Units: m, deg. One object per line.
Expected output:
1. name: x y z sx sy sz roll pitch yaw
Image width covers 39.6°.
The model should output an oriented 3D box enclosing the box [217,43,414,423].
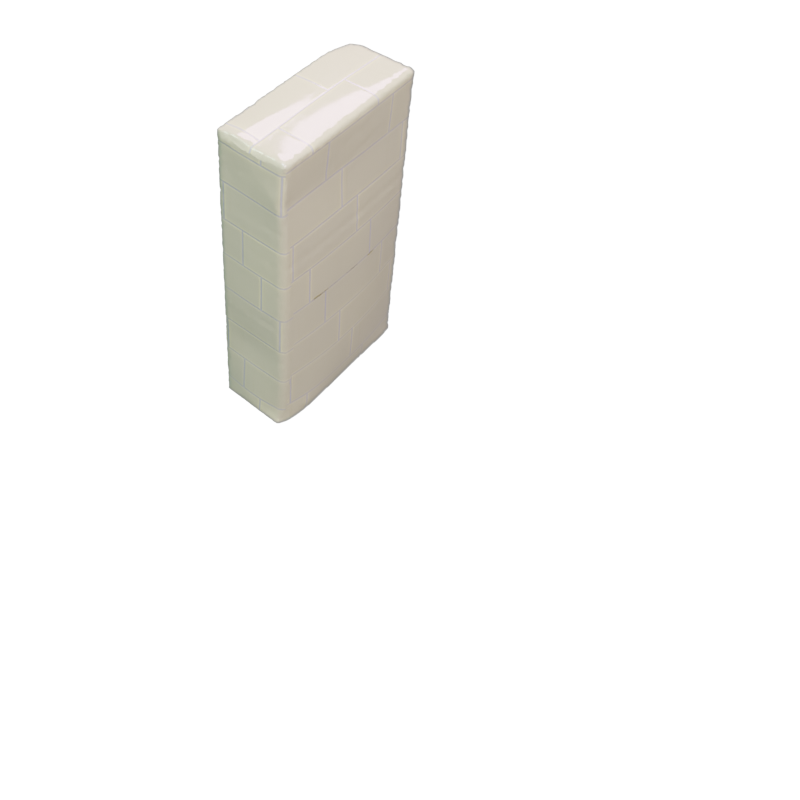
1. box: -0.042 -0.077 0.538 0.051 0.164 0.095 30 52 22
